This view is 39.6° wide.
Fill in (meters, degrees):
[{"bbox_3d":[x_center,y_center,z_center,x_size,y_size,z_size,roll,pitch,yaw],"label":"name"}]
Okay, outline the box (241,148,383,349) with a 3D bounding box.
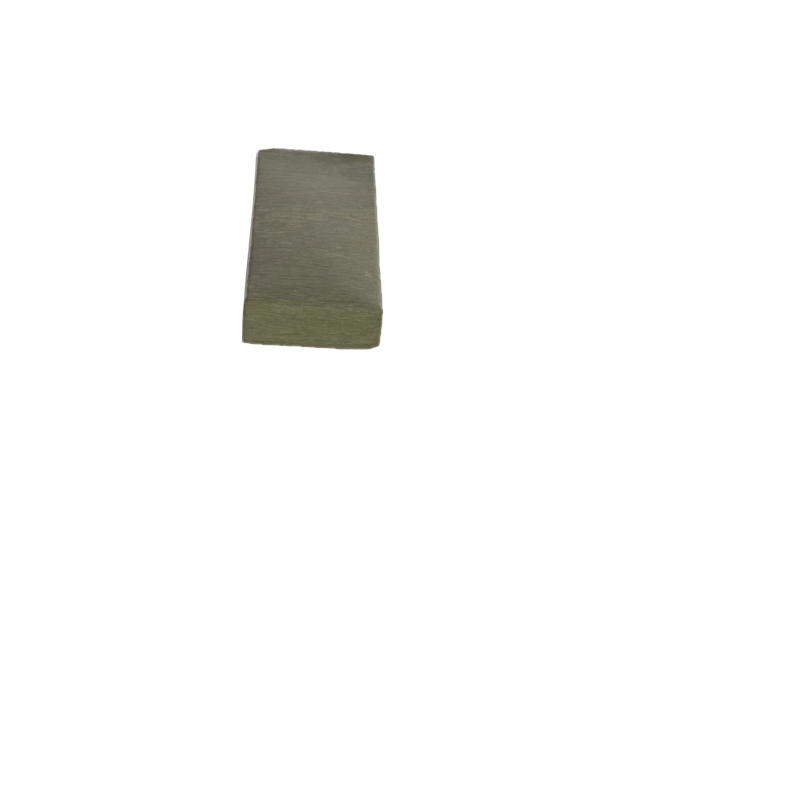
[{"bbox_3d":[-0.062,-0.113,0.792,0.093,0.189,0.045,2,-44,-5],"label":"box"}]
